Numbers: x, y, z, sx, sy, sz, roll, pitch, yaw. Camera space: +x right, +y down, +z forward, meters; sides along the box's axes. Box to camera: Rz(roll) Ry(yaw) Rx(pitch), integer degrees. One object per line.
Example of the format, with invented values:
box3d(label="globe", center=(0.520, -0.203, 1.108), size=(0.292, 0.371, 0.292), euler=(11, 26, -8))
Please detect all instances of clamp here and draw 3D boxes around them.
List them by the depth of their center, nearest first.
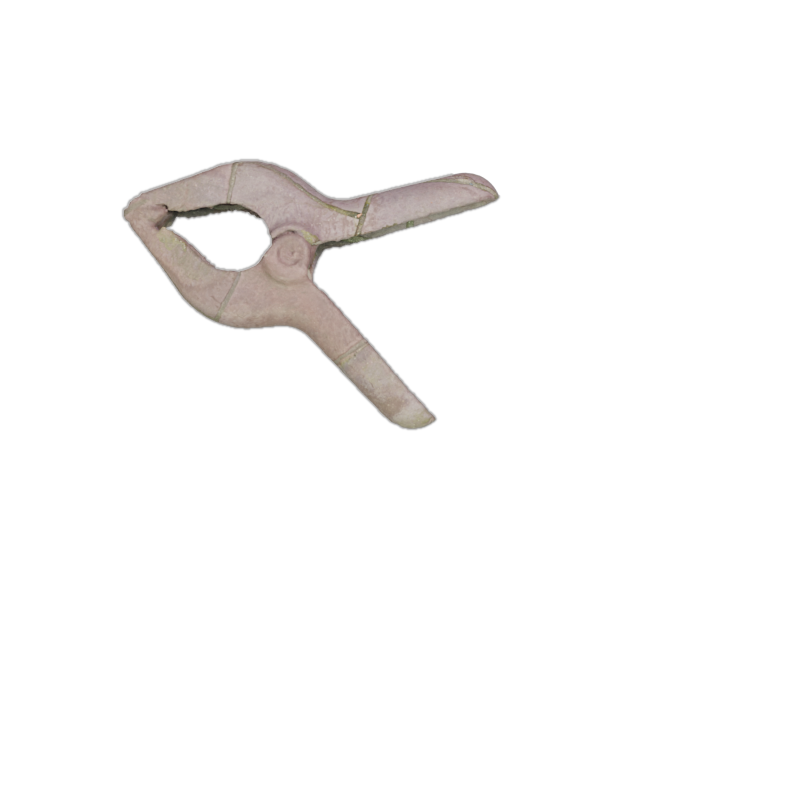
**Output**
box3d(label="clamp", center=(-0.041, -0.074, 0.520), size=(0.173, 0.122, 0.038), euler=(25, -11, 5))
